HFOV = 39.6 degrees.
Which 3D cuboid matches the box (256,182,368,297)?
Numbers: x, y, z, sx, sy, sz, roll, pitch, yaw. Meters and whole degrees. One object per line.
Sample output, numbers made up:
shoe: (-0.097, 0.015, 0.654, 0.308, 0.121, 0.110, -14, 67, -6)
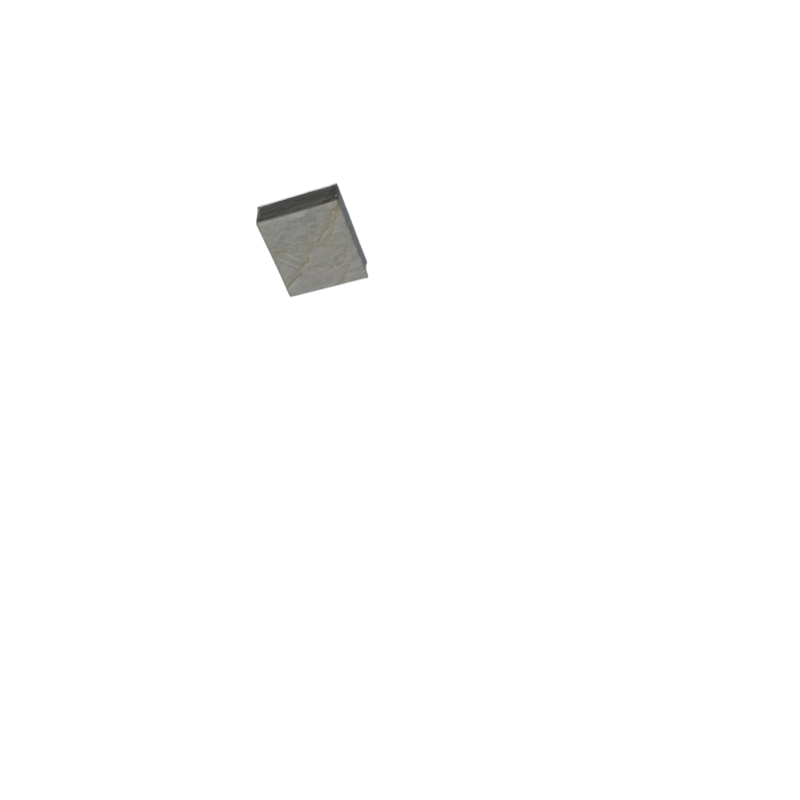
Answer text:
box: (-0.075, -0.136, 0.956, 0.074, 0.083, 0.032, -14, 38, 11)
